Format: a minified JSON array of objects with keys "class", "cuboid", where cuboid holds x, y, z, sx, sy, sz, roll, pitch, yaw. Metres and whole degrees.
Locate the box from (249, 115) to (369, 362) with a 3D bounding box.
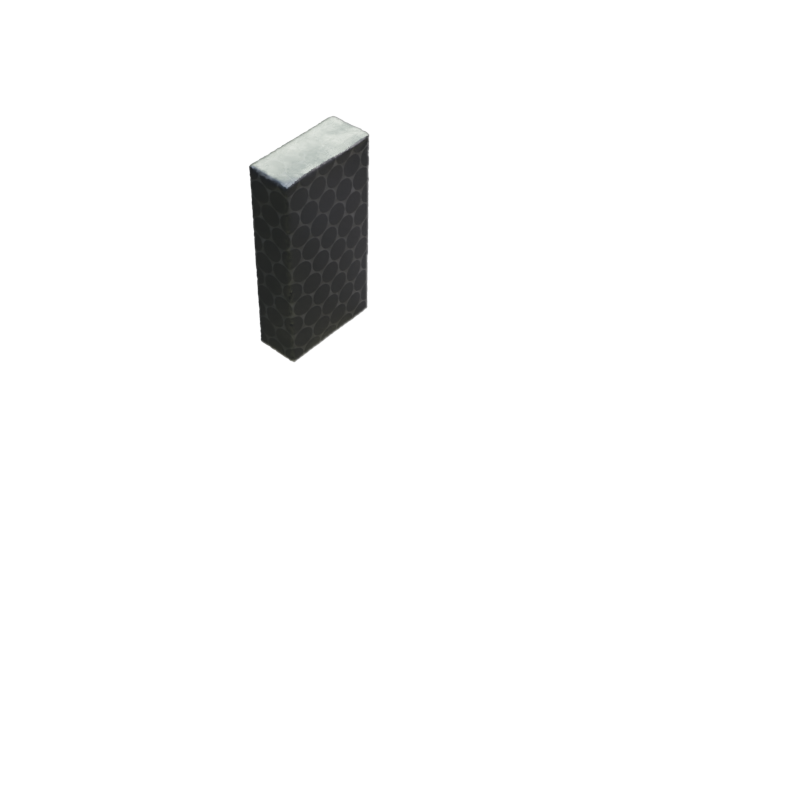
[{"class":"box","cuboid":[-0.068,-0.123,0.864,0.051,0.164,0.094,32,52,26]}]
